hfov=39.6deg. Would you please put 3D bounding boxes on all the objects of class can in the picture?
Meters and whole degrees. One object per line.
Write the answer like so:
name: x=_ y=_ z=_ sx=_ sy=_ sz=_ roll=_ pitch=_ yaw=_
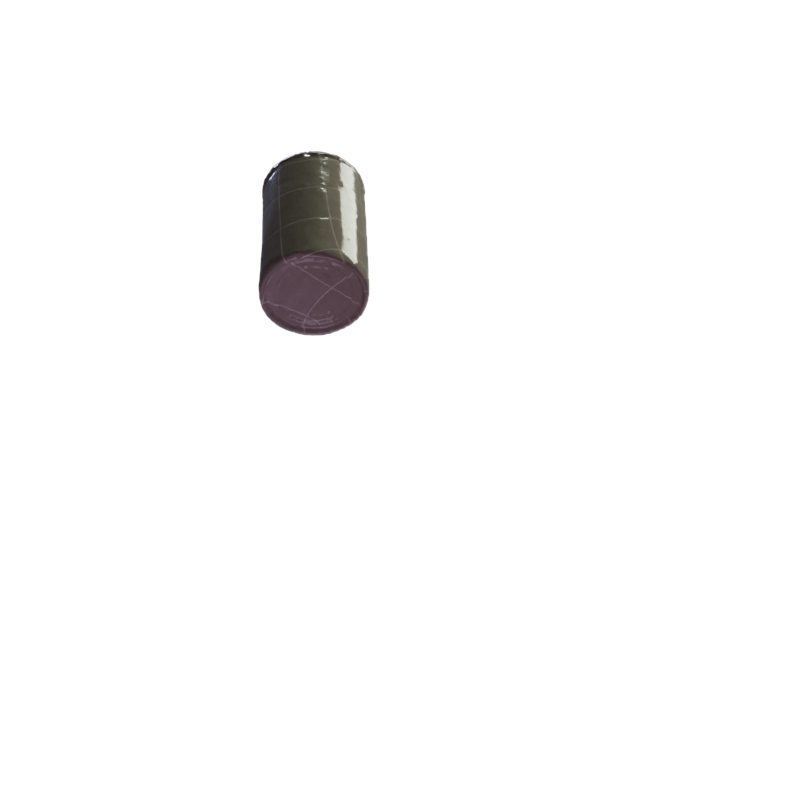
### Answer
can: x=-0.054 y=-0.099 z=0.693 sx=0.068 sy=0.064 sz=0.110 roll=-1 pitch=44 yaw=-3
